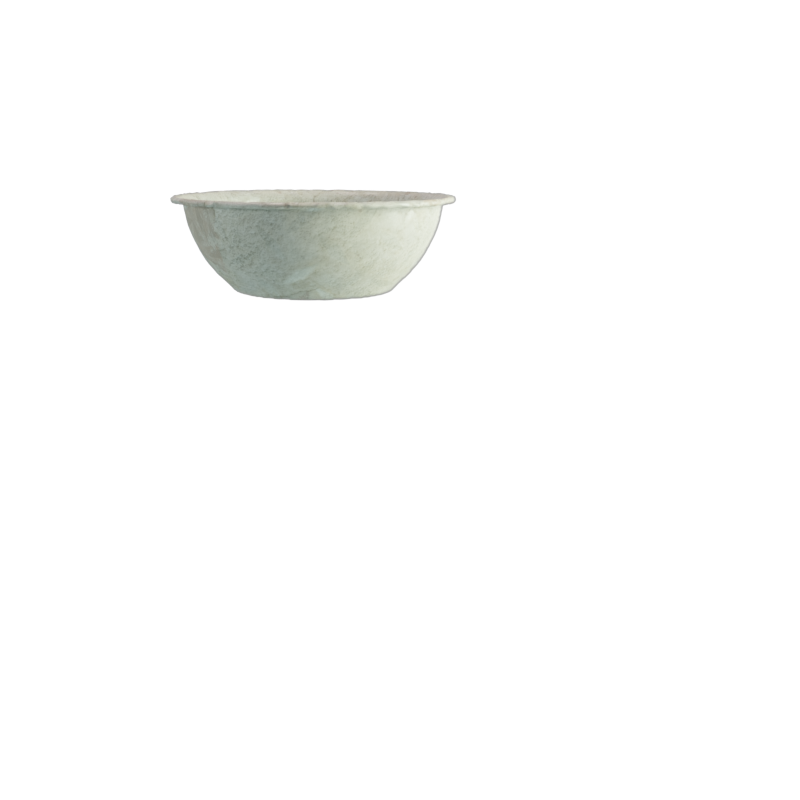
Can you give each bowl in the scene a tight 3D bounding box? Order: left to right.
[{"bbox_3d":[-0.050,-0.090,0.633,0.162,0.054,0.166,0,13,-2],"label":"bowl"}]
